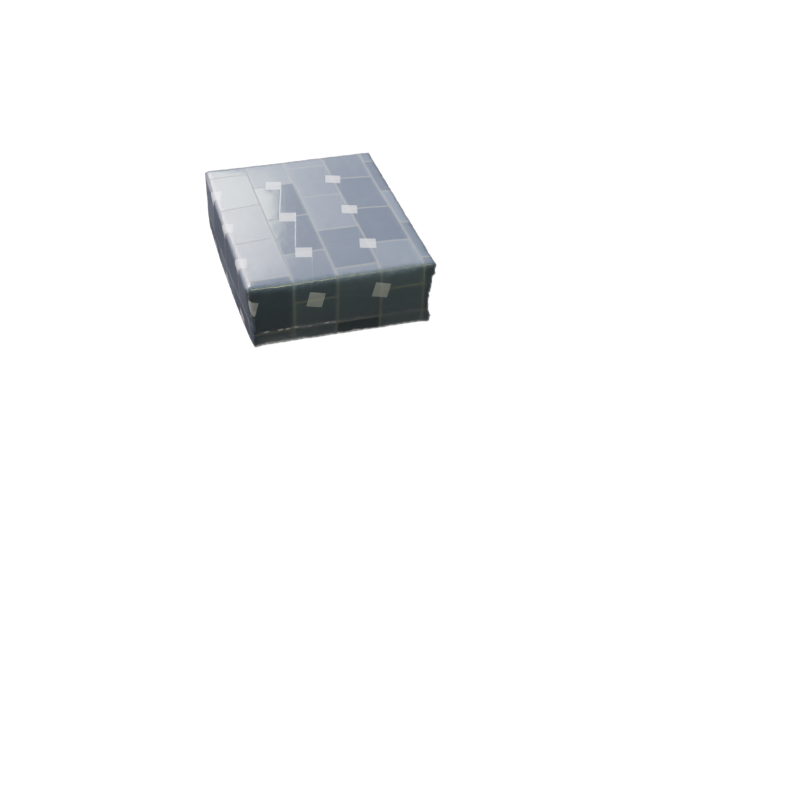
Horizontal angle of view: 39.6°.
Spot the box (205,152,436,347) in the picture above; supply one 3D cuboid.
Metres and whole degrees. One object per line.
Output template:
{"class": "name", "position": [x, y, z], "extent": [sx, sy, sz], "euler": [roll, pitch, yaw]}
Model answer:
{"class": "box", "position": [-0.043, -0.078, 0.550], "extent": [0.089, 0.036, 0.123], "euler": [-10, 42, -13]}
